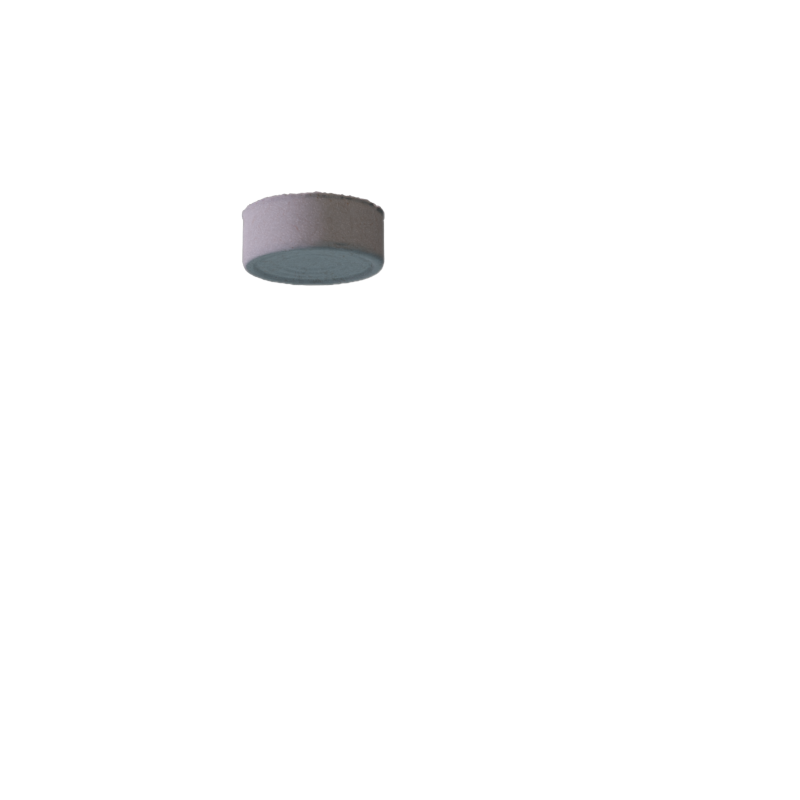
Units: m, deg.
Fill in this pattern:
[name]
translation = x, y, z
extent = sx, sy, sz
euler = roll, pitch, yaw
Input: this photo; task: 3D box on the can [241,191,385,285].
[can]
translation = -0.052, -0.094, 0.659
extent = 0.086, 0.035, 0.083
euler = 0, -10, -2
